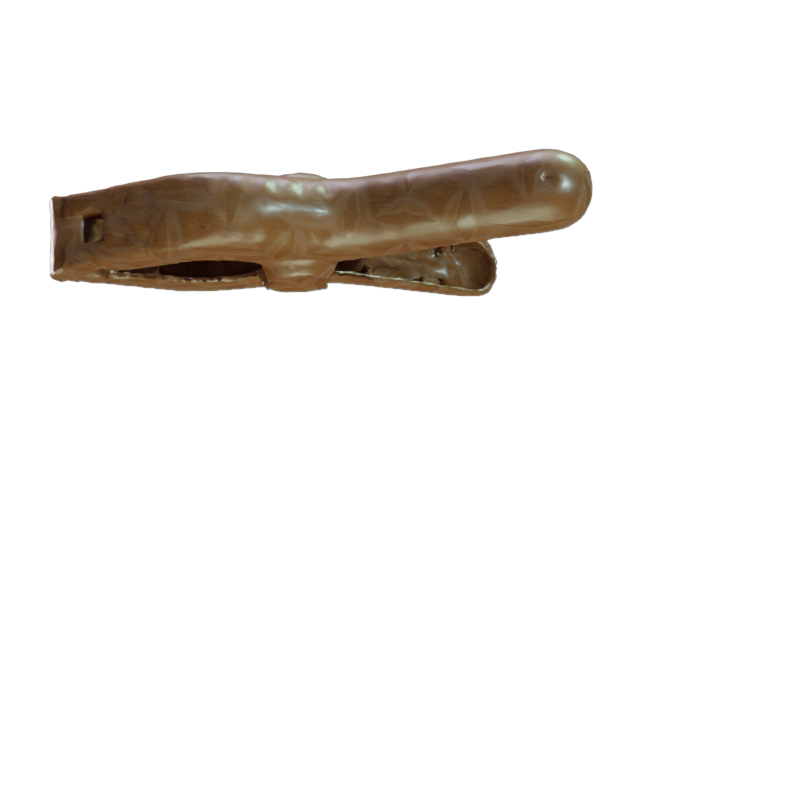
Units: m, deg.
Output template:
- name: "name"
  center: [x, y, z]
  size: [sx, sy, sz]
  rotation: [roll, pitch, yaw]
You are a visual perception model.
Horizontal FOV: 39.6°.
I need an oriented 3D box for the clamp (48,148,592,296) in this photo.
- name: "clamp"
  center: [-0.030, -0.055, 0.383]
  size: [0.172, 0.041, 0.115]
  rotation: [0, -13, 1]
